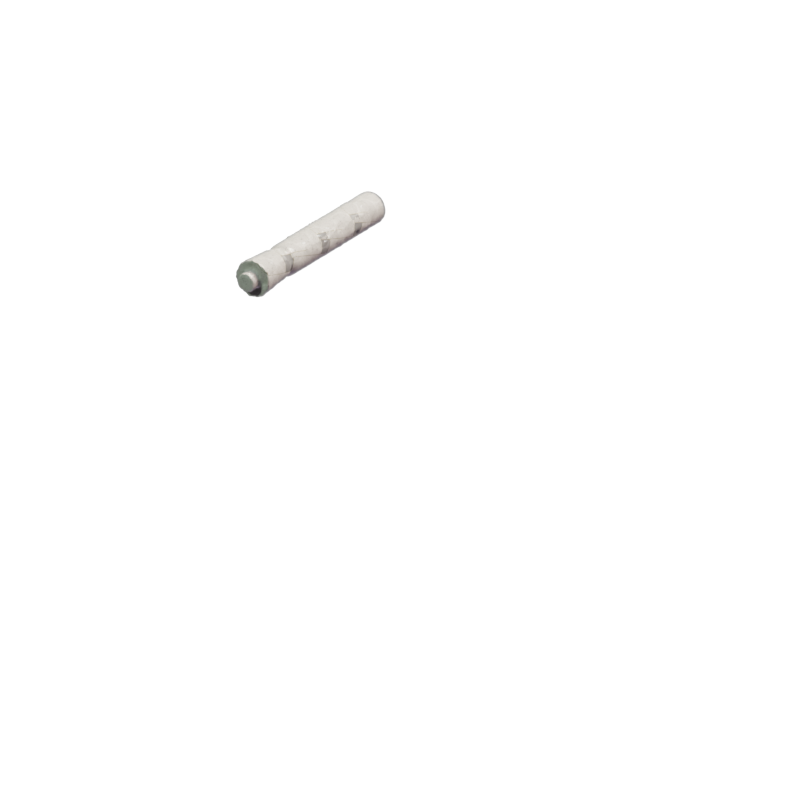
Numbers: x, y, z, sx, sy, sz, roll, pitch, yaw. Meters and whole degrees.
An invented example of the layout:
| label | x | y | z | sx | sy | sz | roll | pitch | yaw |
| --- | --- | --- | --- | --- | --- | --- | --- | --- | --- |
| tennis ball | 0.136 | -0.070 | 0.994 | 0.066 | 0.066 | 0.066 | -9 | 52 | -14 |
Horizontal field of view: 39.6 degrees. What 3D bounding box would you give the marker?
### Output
| label | x | y | z | sx | sy | sz | roll | pitch | yaw |
| --- | --- | --- | --- | --- | --- | --- | --- | --- | --- |
| marker | -0.044 | -0.080 | 0.563 | 0.020 | 0.019 | 0.122 | 2 | 26 | 30 |
